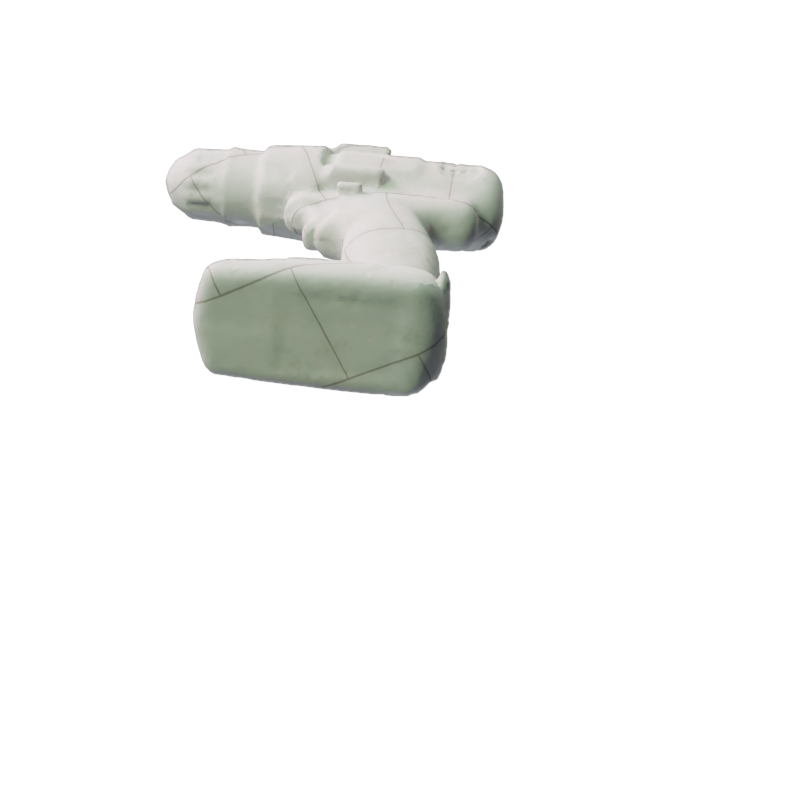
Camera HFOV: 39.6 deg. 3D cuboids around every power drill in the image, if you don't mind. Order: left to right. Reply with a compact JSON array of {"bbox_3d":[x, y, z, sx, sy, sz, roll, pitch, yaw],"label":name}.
[{"bbox_3d":[-0.042,-0.077,0.541,0.186,0.054,0.197,4,31,6],"label":"power drill"}]
